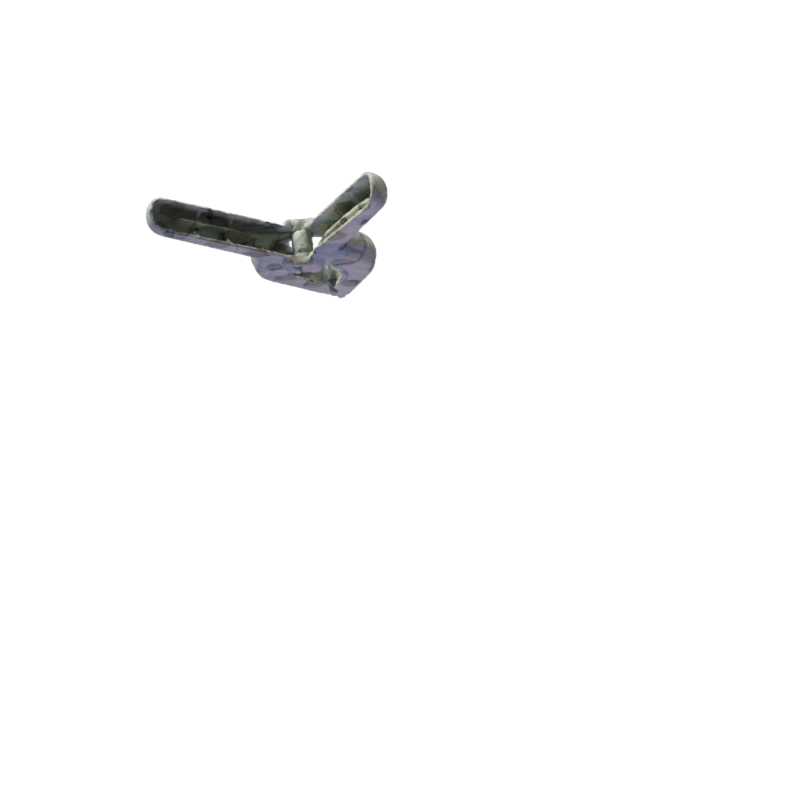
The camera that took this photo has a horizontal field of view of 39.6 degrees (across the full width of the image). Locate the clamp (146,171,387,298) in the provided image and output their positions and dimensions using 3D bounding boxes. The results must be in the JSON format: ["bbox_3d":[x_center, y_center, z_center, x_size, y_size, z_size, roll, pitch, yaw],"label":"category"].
[{"bbox_3d":[-0.063,-0.115,0.802,0.168,0.038,0.198,-4,-12,20],"label":"clamp"}]
